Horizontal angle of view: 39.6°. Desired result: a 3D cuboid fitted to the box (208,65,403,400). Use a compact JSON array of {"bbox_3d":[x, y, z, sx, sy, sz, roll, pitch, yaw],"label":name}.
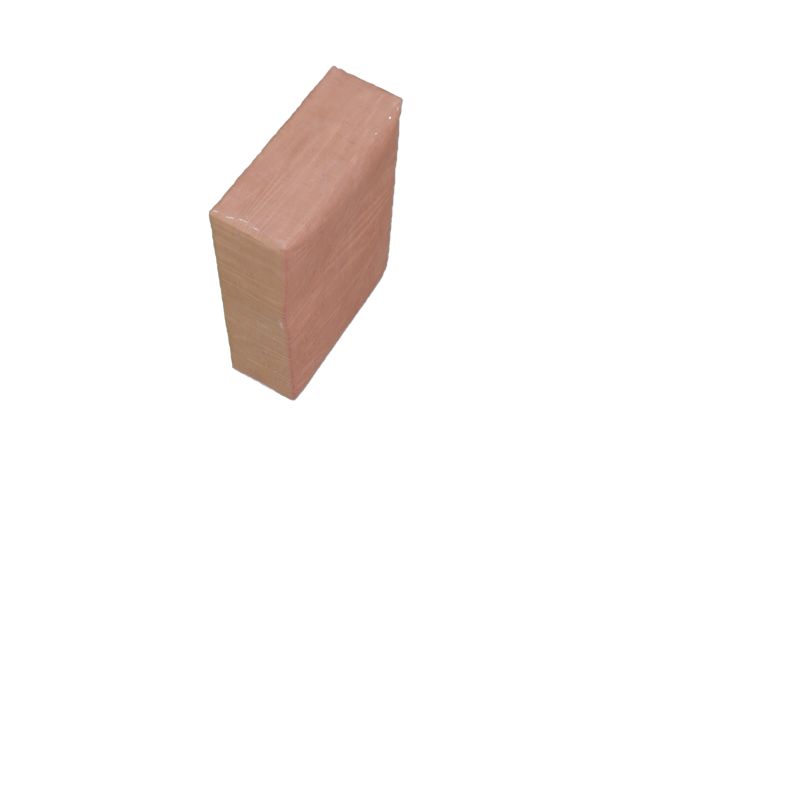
[{"bbox_3d":[-0.067,-0.122,0.857,0.074,0.169,0.201,27,-29,11],"label":"box"}]
